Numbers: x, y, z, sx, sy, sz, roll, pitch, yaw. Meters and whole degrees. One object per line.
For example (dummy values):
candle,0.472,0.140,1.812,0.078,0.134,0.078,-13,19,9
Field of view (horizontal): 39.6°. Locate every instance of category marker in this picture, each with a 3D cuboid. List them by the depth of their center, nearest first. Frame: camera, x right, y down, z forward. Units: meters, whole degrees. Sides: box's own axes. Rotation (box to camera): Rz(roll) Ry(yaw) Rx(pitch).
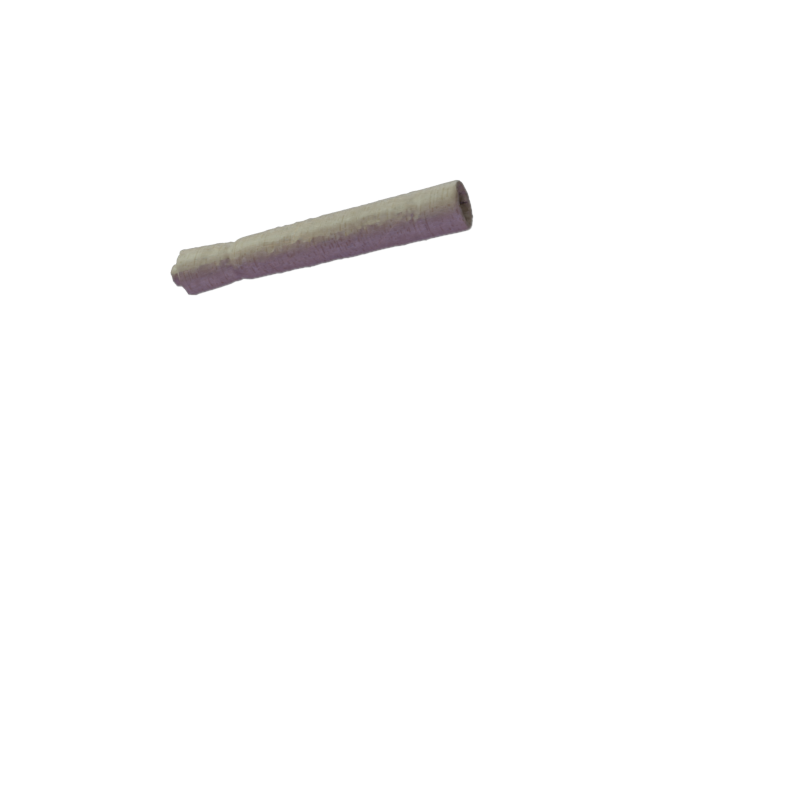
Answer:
marker,-0.033,-0.060,0.420,0.123,0.020,0.019,-11,0,21
